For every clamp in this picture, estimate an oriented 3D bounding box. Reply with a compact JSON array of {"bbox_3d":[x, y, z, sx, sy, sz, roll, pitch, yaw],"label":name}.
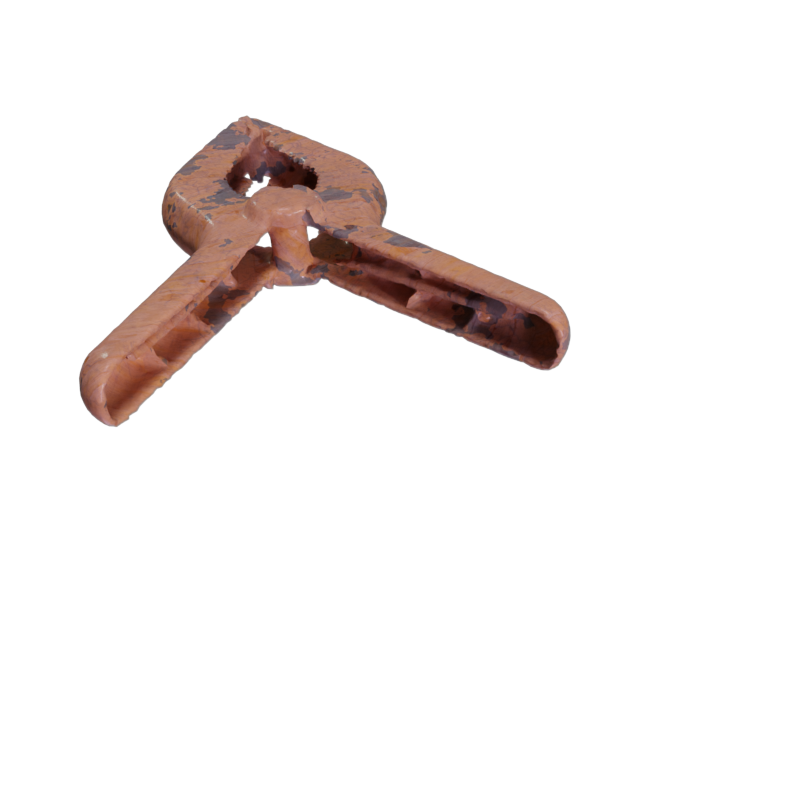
[{"bbox_3d":[-0.035,-0.063,0.442,0.163,0.034,0.225,-4,34,-6],"label":"clamp"}]
